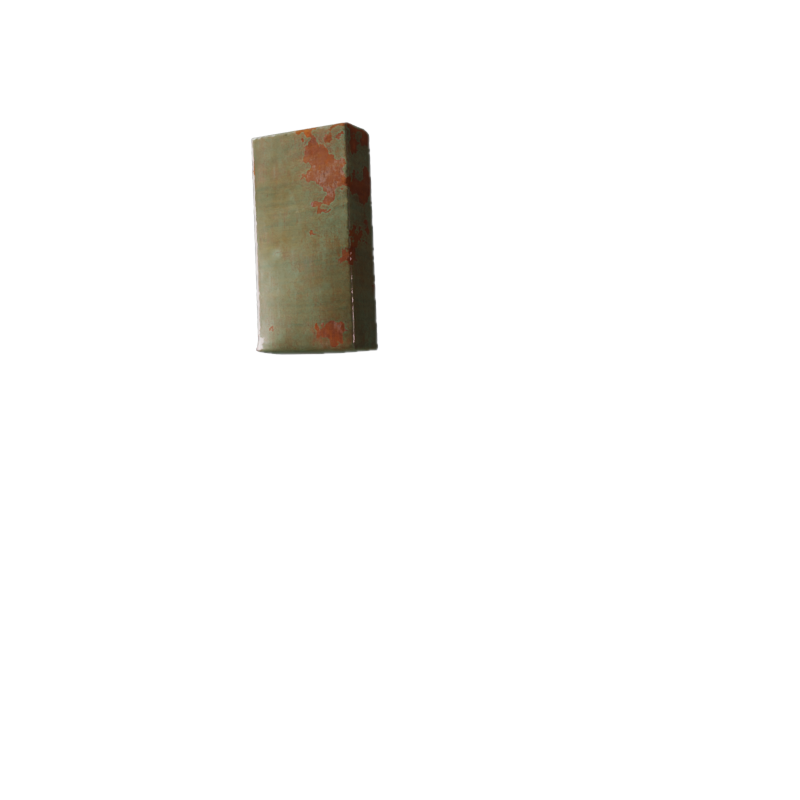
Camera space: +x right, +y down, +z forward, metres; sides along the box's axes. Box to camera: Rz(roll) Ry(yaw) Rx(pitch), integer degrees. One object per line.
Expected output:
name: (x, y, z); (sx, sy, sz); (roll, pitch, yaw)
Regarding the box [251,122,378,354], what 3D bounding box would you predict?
box: (-0.069, -0.126, 0.881); (0.096, 0.180, 0.046); (-4, -9, 29)
